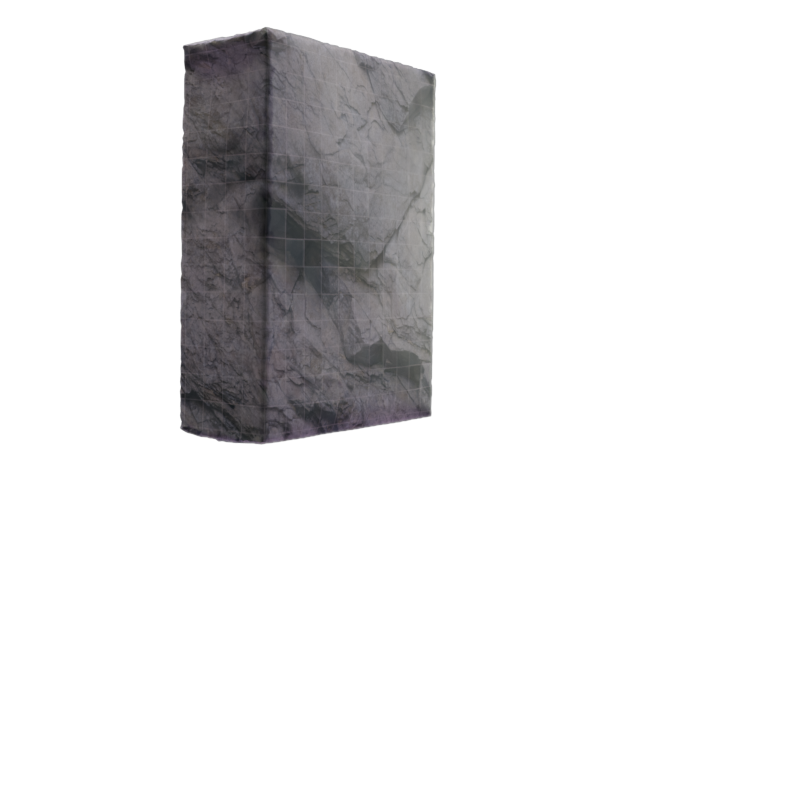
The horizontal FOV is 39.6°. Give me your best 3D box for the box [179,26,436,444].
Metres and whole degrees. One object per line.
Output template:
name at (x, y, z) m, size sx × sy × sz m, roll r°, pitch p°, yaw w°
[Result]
box at (-0.050, -0.091, 0.639) m, size 0.074 × 0.215 × 0.158 m, roll -1°, pitch 0°, yaw 35°
